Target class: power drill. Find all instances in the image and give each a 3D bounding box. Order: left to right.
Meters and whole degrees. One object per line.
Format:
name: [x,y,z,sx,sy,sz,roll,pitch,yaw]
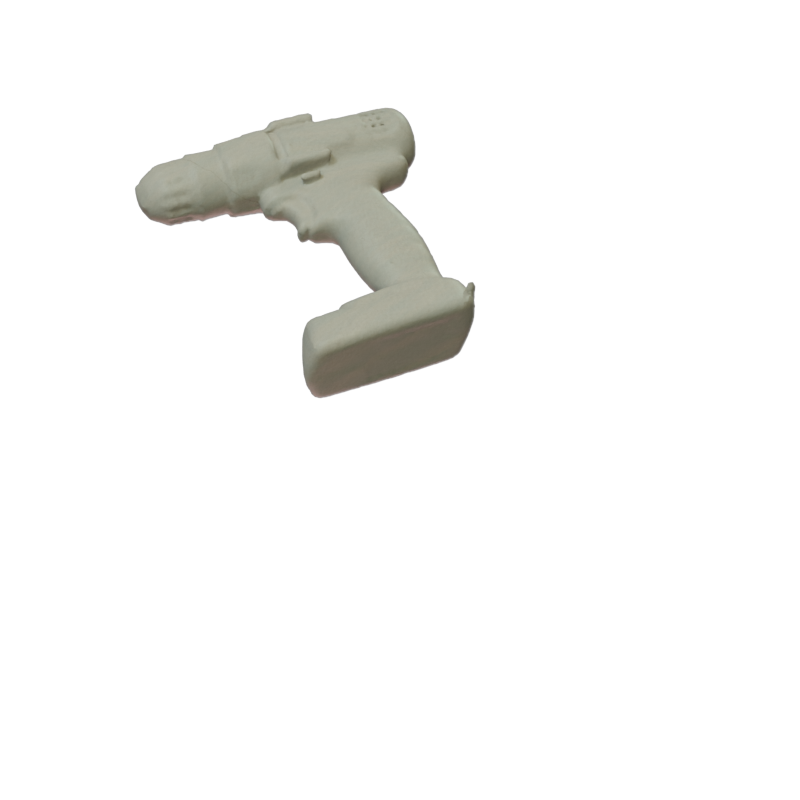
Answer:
power drill: [-0.053,-0.096,0.672,0.183,0.202,0.054,-17,-34,-13]
